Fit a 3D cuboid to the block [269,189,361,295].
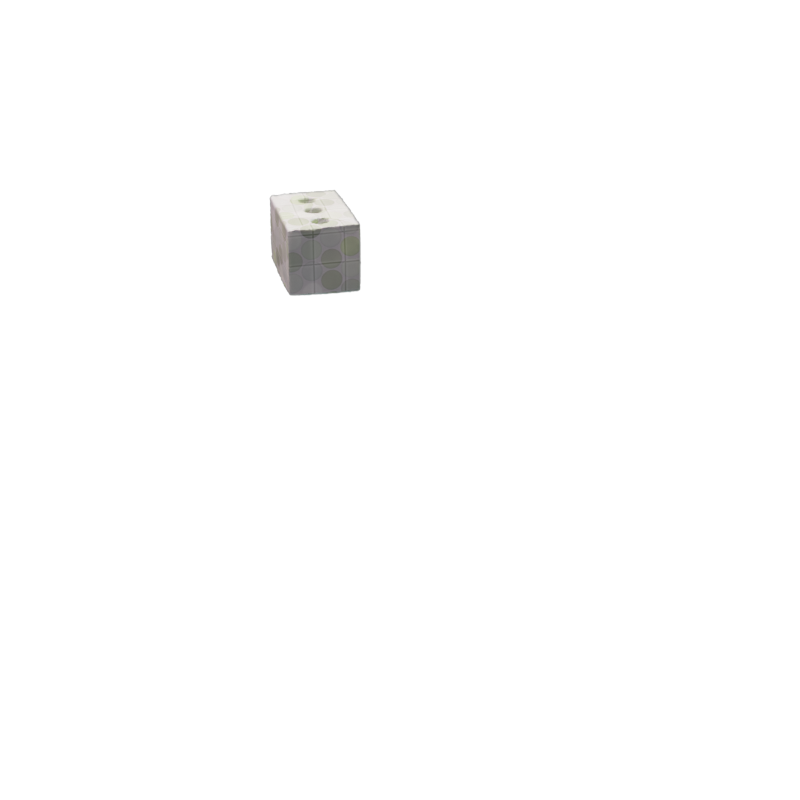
[{"bbox_3d":[-0.063,-0.115,0.806,0.052,0.049,0.083,-6,28,-14],"label":"block"}]
